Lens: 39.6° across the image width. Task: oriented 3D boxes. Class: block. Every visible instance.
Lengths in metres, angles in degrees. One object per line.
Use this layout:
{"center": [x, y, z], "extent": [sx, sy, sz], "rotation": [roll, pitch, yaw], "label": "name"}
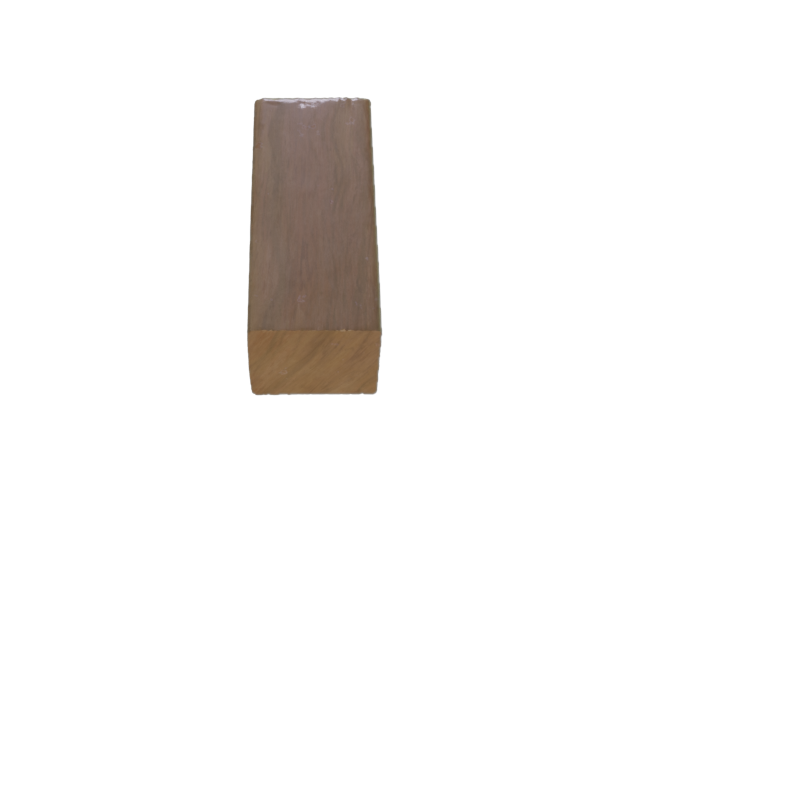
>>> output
{"center": [-0.064, -0.116, 0.813], "extent": [0.090, 0.220, 0.084], "rotation": [-1, -33, -3], "label": "block"}
